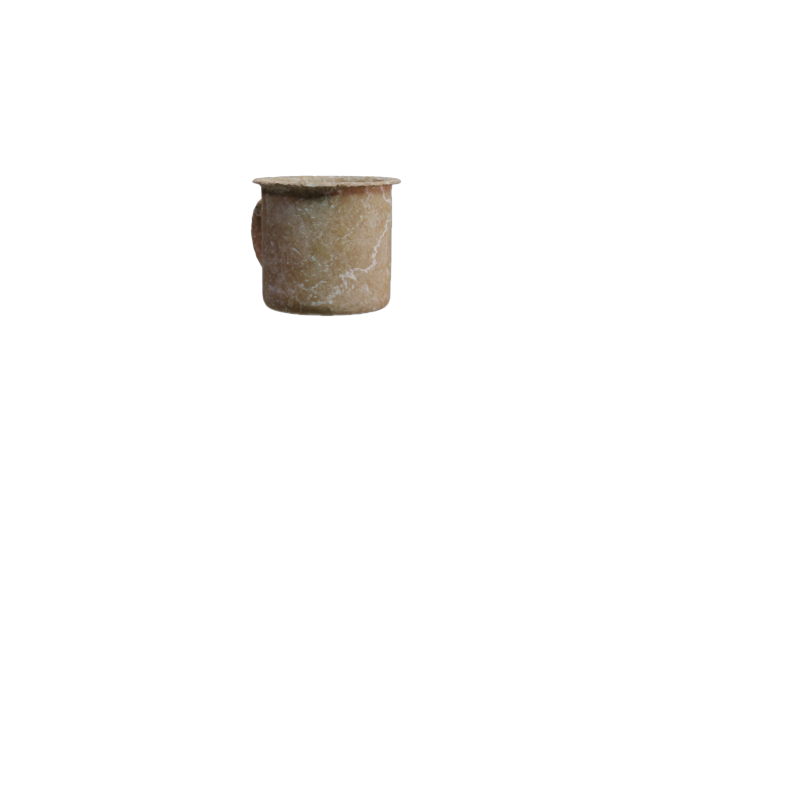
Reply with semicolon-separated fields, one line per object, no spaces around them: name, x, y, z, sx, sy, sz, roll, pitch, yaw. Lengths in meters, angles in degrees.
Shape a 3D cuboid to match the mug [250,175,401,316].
mug;-0.055;-0.101;0.708;0.123;0.080;0.091;11;15;43
